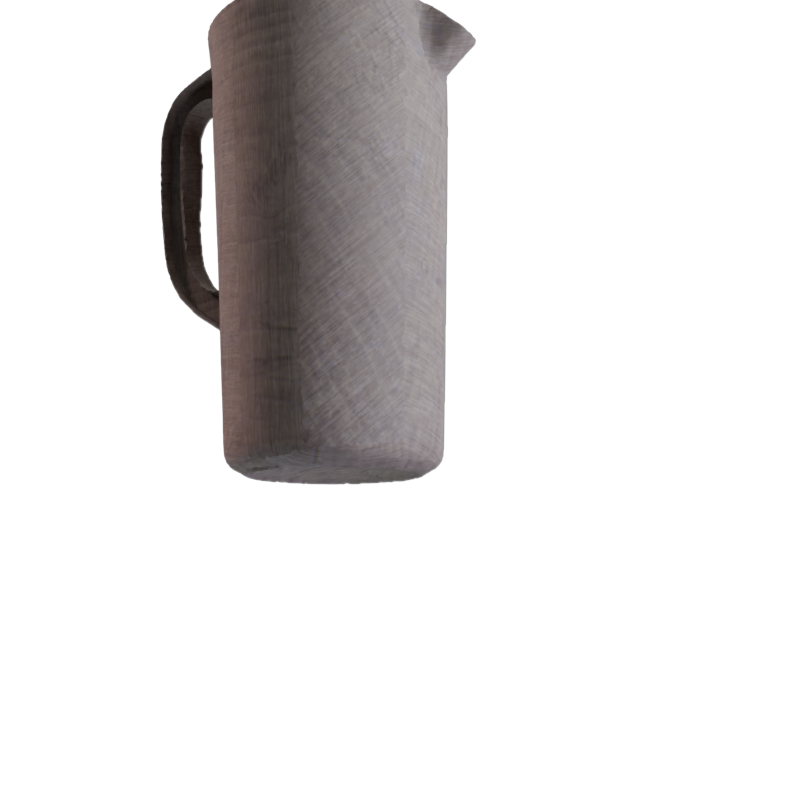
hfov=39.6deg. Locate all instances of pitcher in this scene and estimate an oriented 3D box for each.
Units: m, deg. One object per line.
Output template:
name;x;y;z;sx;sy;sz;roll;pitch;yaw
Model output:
pitcher;-0.045;-0.083;0.581;0.141;0.253;0.148;4;-16;-19
